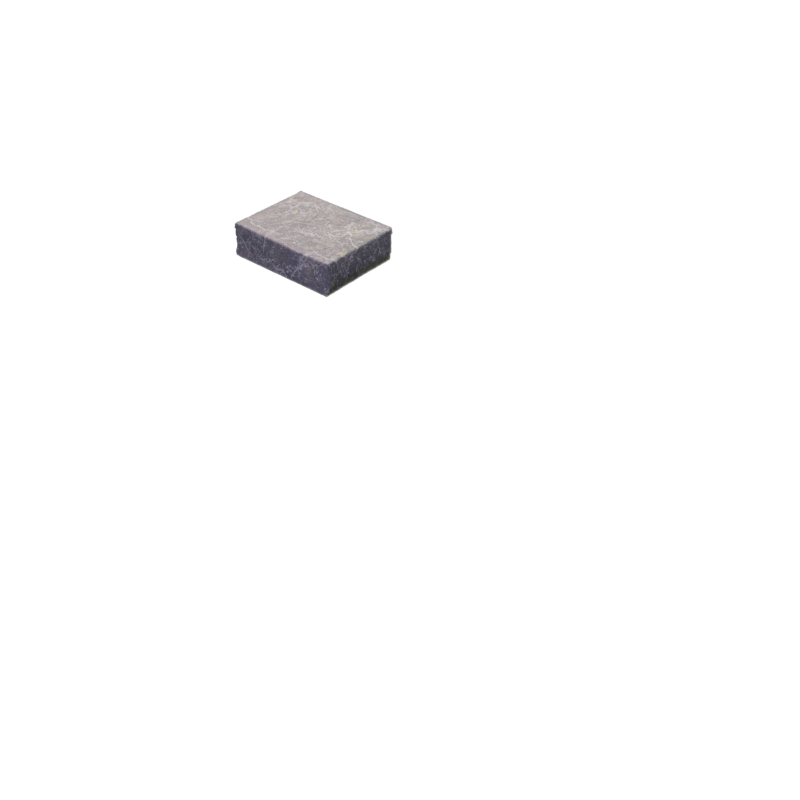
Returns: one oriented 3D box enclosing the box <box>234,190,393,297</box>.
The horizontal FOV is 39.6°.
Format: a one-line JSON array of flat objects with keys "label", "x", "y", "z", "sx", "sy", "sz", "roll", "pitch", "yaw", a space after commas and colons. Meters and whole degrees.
[{"label": "box", "x": -0.077, "y": -0.141, "z": 0.990, "sx": 0.120, "sy": 0.037, "sz": 0.090, "roll": 24, "pitch": 39, "yaw": 32}]
